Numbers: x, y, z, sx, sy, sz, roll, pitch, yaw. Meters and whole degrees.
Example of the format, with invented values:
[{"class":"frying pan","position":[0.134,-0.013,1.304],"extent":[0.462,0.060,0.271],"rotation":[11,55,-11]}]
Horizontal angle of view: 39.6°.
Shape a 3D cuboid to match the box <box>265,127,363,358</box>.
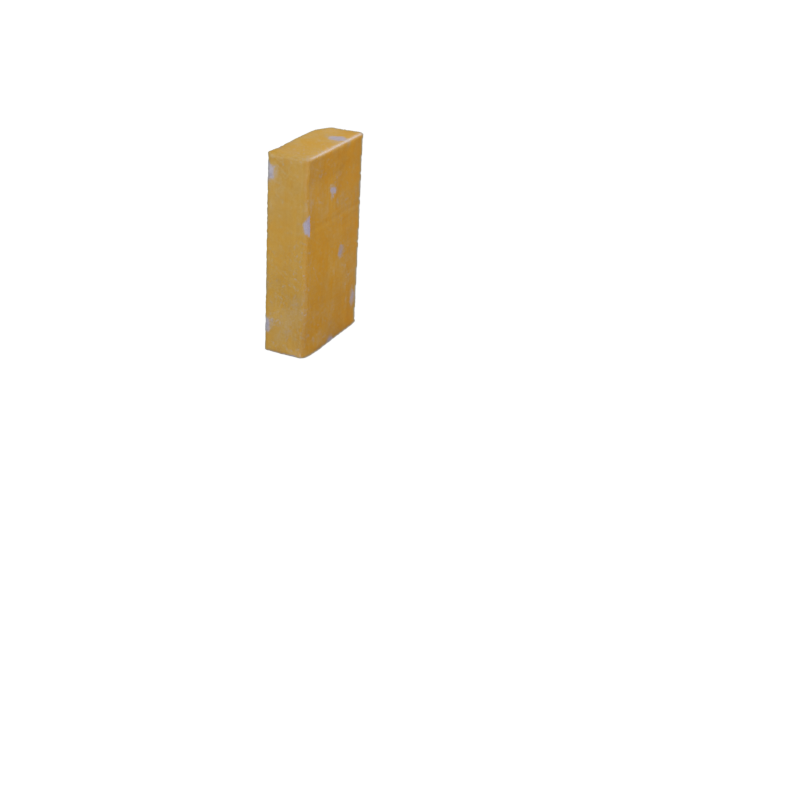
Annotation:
[{"class":"box","position":[-0.073,-0.132,0.925],"extent":[0.050,0.168,0.094],"rotation":[12,25,24]}]
